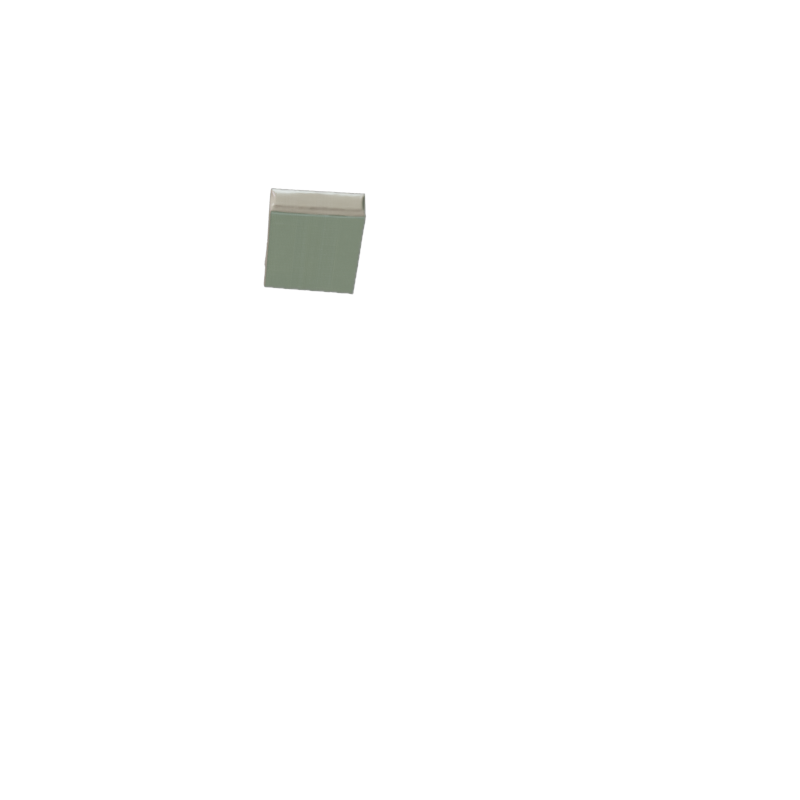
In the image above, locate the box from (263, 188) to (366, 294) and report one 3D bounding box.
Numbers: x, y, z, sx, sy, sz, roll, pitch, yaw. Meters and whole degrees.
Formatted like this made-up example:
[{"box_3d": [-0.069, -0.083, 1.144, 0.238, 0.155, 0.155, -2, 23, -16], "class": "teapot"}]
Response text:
[{"box_3d": [-0.068, -0.124, 0.866, 0.073, 0.032, 0.084, 4, -40, -5], "class": "box"}]
